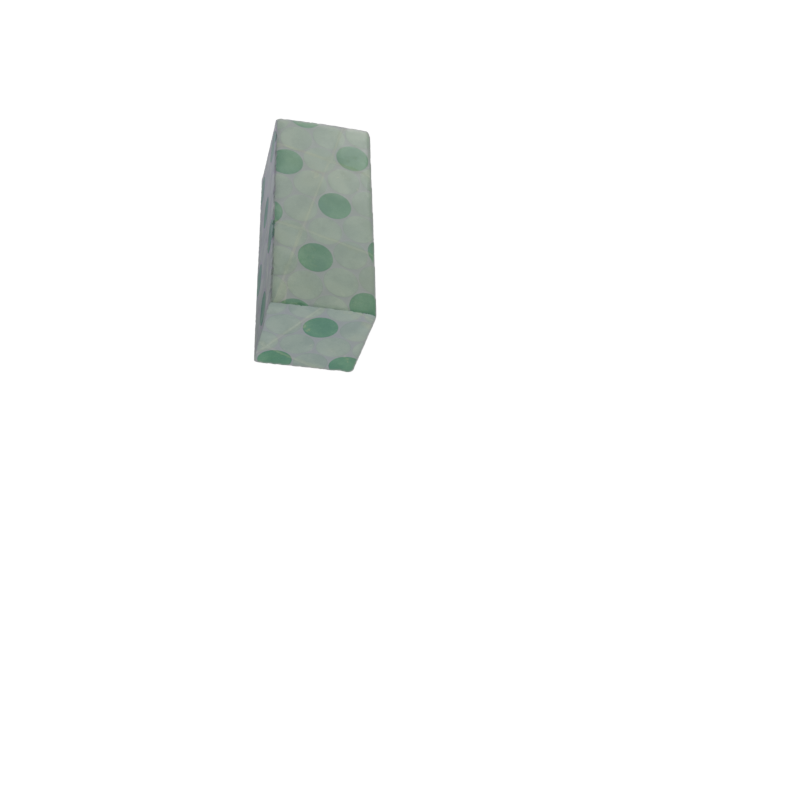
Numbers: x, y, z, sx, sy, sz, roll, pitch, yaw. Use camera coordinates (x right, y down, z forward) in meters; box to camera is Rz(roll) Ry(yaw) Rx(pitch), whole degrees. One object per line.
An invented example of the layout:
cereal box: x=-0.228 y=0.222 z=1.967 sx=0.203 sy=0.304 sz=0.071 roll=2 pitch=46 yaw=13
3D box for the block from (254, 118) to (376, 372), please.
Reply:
block: x=-0.076 y=-0.140 z=0.981 sx=0.089 sy=0.221 sz=0.086 roll=6 pitch=-37 yaw=-12
